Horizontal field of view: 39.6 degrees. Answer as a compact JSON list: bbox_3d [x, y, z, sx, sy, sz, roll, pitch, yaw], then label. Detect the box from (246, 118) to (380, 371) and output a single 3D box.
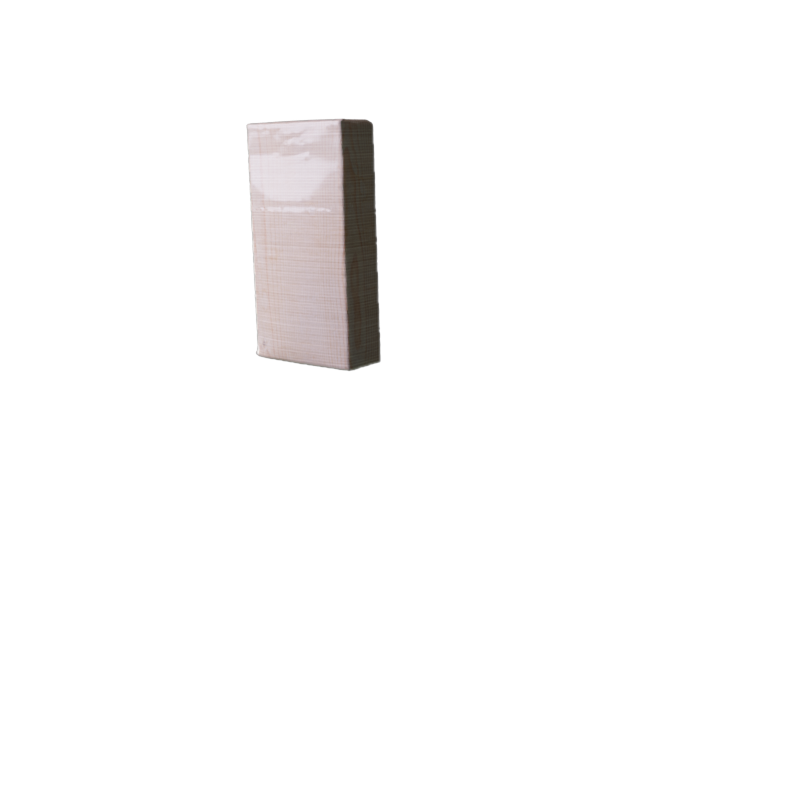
[{"bbox_3d":[-0.063,-0.115,0.807,0.097,0.174,0.046,5,6,38],"label":"box"}]
